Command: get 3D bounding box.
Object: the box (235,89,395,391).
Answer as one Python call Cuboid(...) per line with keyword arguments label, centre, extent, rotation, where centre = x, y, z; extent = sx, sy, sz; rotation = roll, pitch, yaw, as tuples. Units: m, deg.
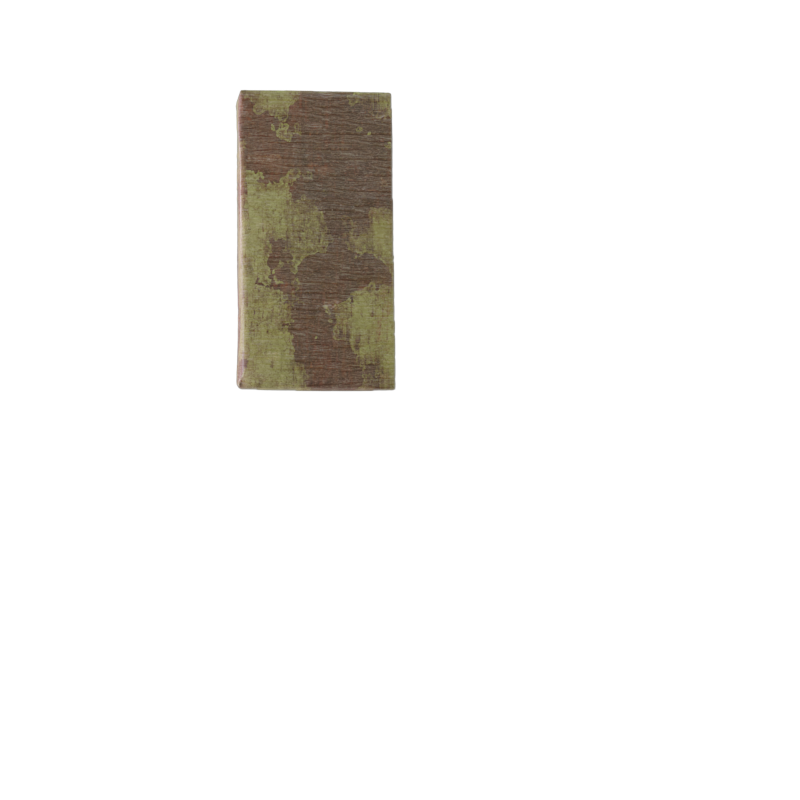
Cuboid(label="box", centre=(-0.052, -0.094, 0.662), extent=(0.092, 0.179, 0.048), rotation=(0, -6, -8))
